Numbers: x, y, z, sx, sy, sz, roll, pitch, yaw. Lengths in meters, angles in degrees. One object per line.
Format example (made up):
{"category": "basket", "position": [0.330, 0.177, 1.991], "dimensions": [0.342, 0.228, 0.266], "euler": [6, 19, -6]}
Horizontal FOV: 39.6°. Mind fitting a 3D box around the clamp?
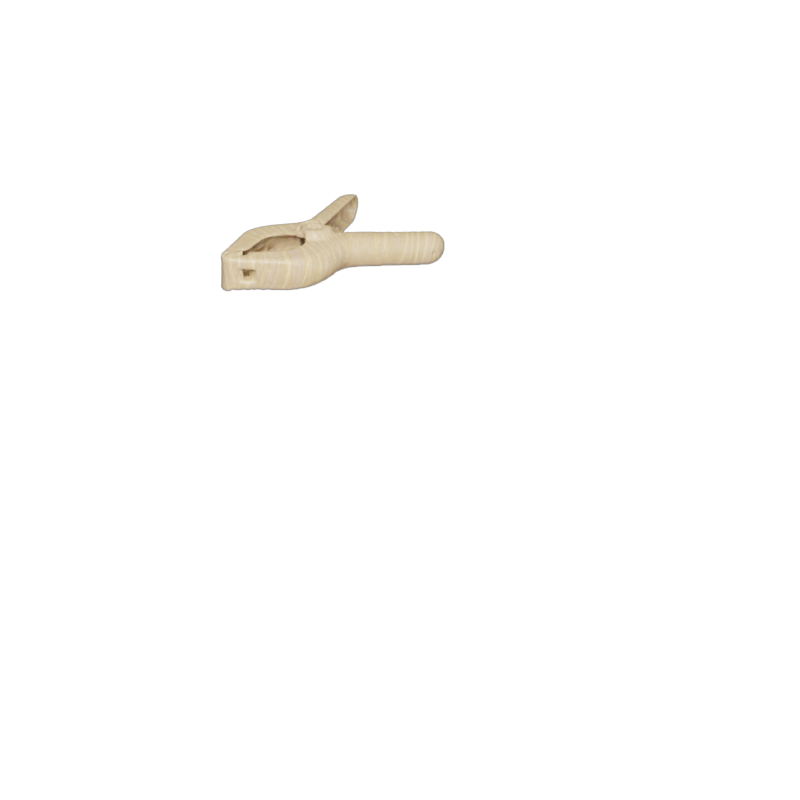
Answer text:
{"category": "clamp", "position": [-0.066, -0.121, 0.848], "dimensions": [0.168, 0.037, 0.128], "euler": [-13, 26, -27]}
